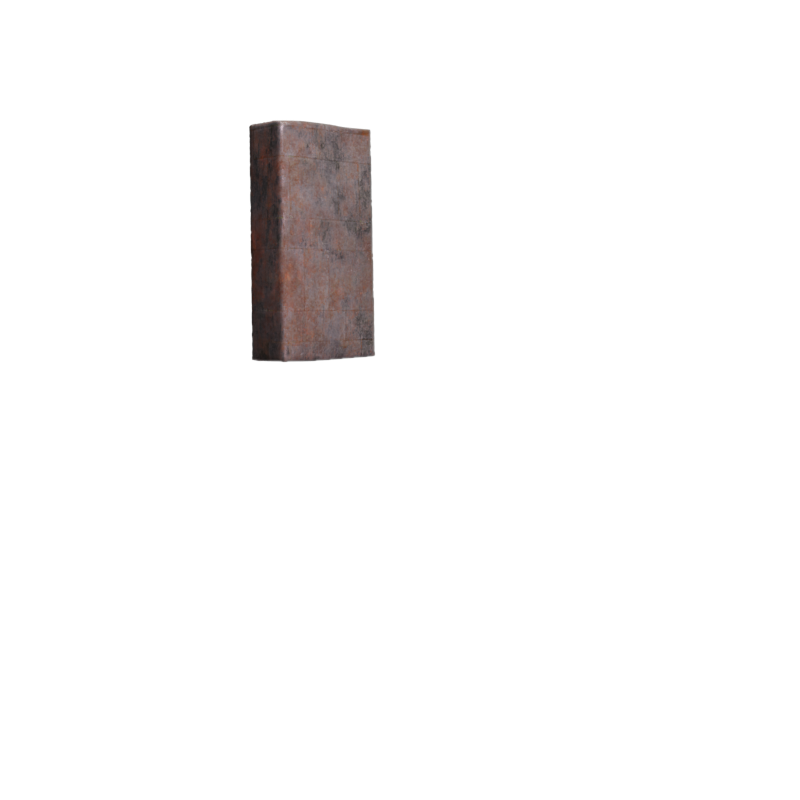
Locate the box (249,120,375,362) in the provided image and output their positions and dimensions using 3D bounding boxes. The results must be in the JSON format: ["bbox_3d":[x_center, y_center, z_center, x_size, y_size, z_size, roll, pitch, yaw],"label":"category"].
[{"bbox_3d":[-0.065,-0.119,0.836,0.090,0.176,0.050,-1,0,-42],"label":"box"}]
